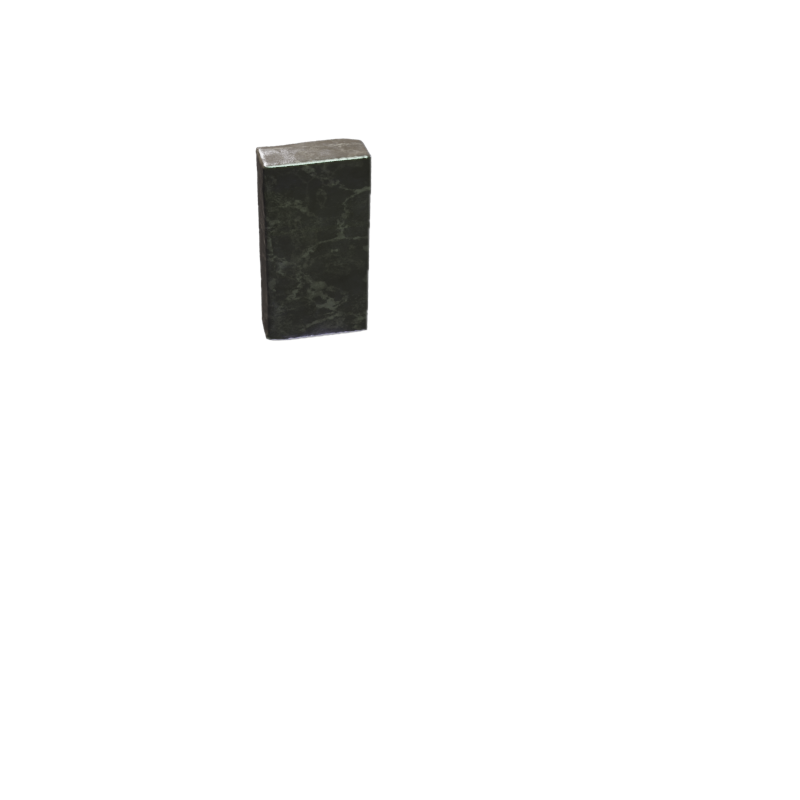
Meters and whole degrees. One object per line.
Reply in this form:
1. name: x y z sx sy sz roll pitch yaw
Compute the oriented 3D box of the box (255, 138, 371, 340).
1. box: -0.075 -0.137 0.955 0.092 0.166 0.052 -6 32 -12
